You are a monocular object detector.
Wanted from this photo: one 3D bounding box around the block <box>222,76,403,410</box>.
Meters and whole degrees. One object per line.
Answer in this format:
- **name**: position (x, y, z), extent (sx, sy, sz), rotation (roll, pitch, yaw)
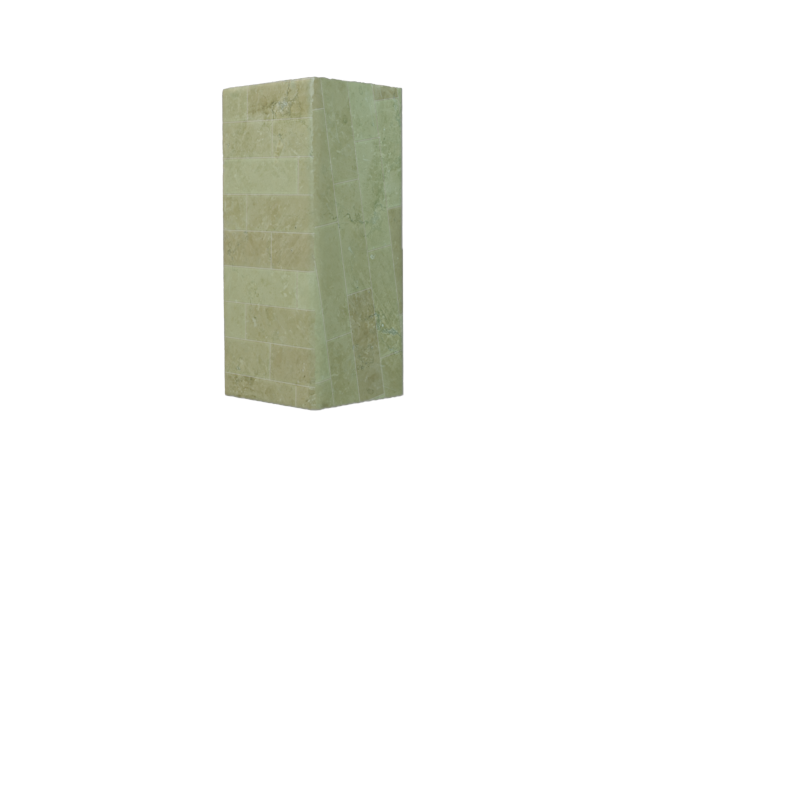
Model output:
- **block**: position (-0.059, -0.106, 0.742), extent (0.094, 0.205, 0.087), rotation (3, 4, 43)
